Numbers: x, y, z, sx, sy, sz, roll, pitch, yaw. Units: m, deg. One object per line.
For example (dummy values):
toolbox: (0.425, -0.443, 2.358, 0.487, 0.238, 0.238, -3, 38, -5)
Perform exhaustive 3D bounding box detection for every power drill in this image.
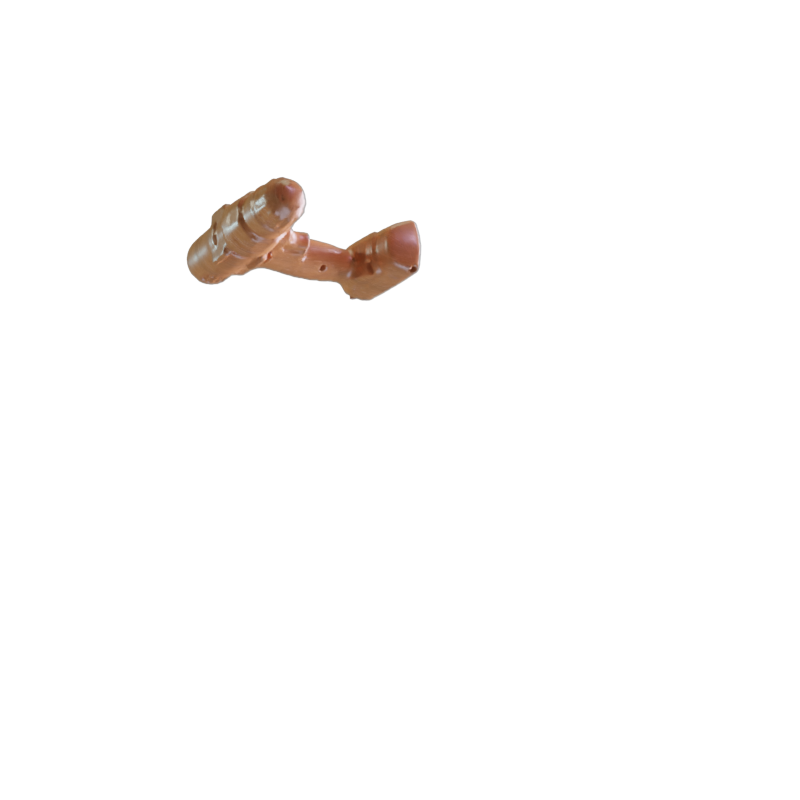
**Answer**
power drill: (-0.078, -0.142, 0.997, 0.180, 0.060, 0.185, 8, -16, -30)
